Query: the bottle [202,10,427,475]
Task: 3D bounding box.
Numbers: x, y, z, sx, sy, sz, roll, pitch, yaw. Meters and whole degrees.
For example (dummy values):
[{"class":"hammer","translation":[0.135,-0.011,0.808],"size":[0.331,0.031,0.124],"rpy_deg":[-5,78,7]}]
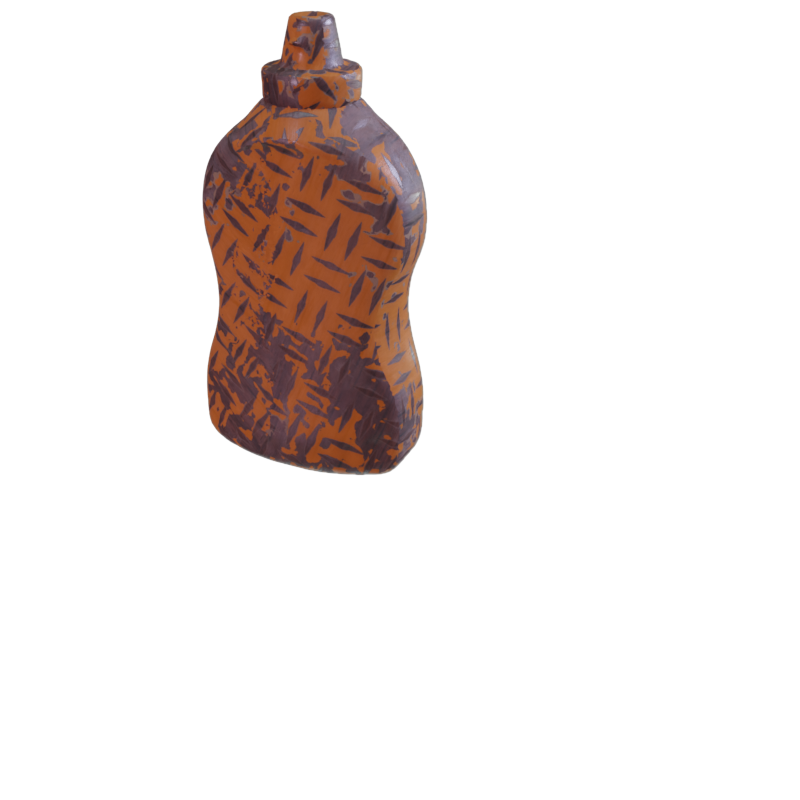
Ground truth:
[{"class":"bottle","translation":[-0.037,-0.067,0.469],"size":[0.100,0.183,0.059],"rpy_deg":[12,24,25]}]
